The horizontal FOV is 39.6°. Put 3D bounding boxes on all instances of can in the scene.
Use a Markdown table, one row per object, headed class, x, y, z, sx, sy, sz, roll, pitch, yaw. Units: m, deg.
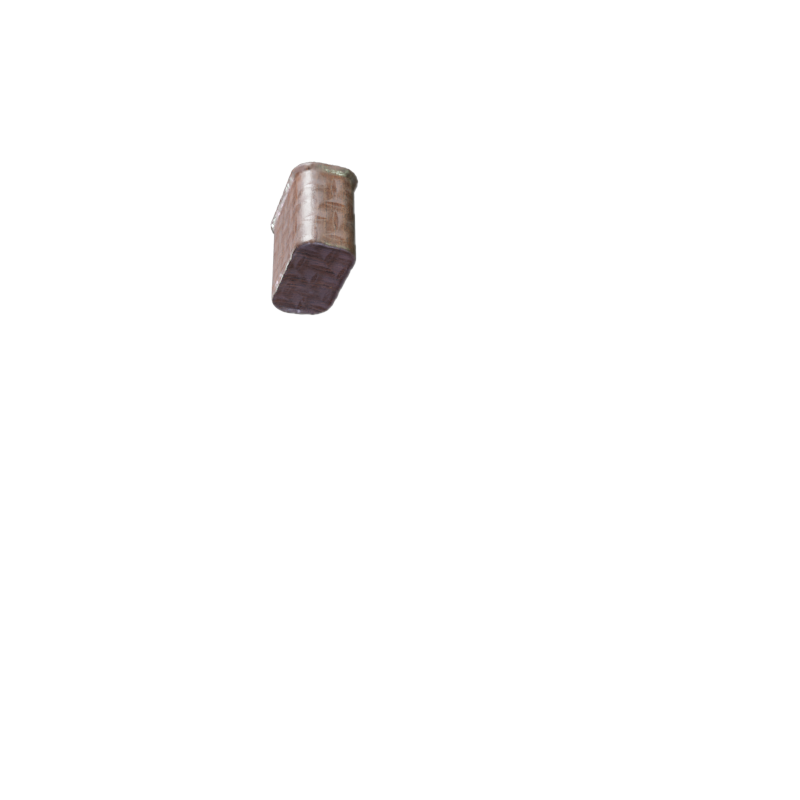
| class | x | y | z | sx | sy | sz | roll | pitch | yaw |
| --- | --- | --- | --- | --- | --- | --- | --- | --- | --- |
| can | -0.072 | -0.130 | 0.913 | 0.056 | 0.090 | 0.097 | 10 | -36 | -17 |
